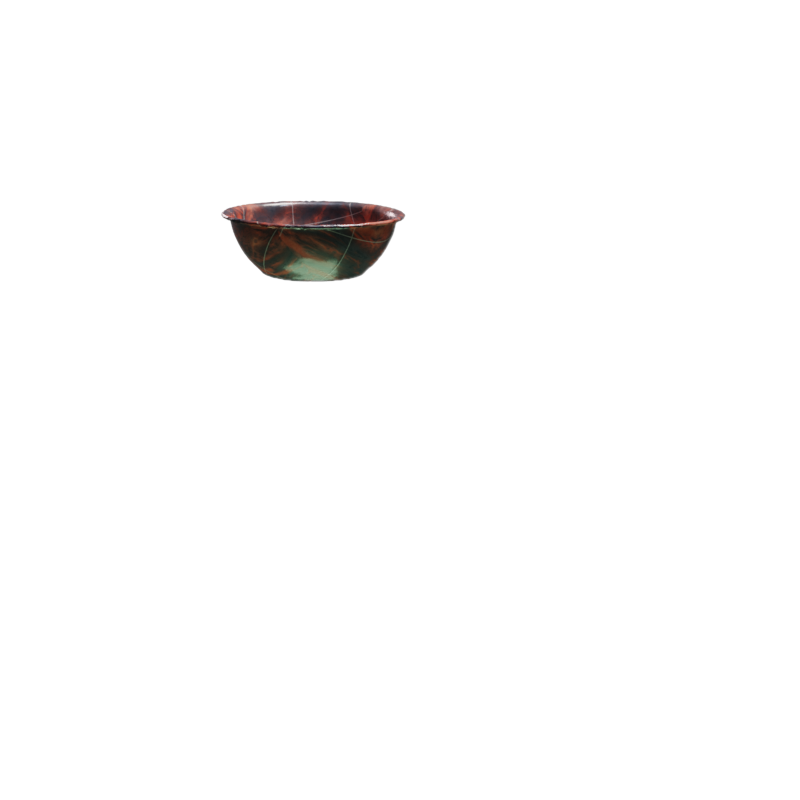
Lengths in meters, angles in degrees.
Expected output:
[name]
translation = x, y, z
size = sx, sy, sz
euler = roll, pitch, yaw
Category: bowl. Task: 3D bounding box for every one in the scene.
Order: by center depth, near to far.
[bowl]
translation = -0.077, -0.140, 0.981
size = 0.162, 0.053, 0.168
euler = -1, 16, -2
